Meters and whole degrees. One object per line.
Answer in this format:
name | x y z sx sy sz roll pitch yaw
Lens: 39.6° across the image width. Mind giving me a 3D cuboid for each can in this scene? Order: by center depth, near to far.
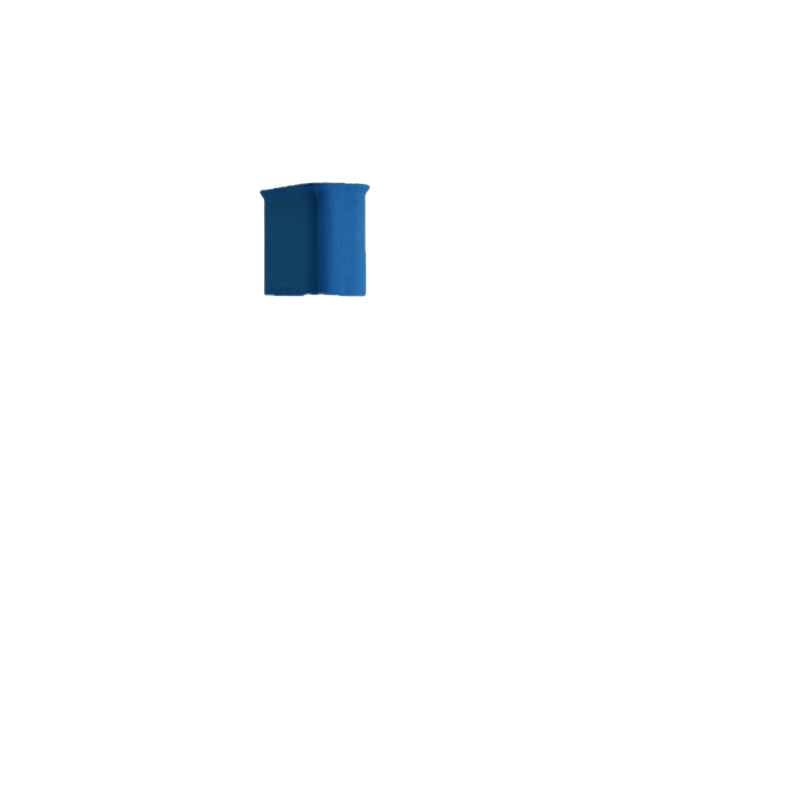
can | -0.067 -0.122 0.853 0.055 0.084 0.106 0 3 -31
